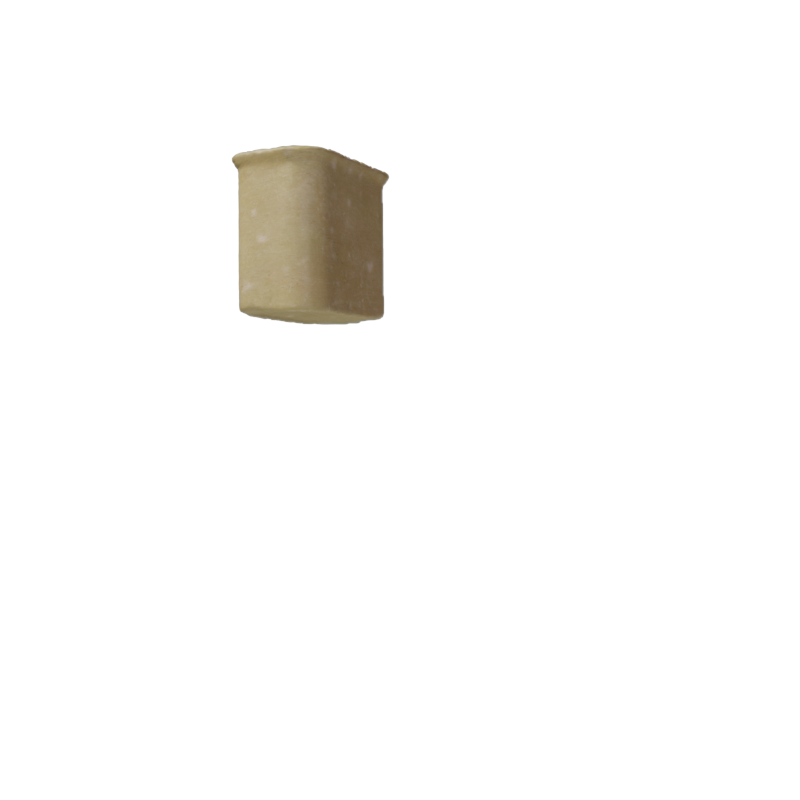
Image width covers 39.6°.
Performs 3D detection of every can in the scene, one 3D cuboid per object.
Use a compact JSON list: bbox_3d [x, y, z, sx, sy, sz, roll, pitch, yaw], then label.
[{"bbox_3d":[-0.047,-0.086,0.600,0.059,0.085,0.098,-3,-5,26],"label":"can"}]
